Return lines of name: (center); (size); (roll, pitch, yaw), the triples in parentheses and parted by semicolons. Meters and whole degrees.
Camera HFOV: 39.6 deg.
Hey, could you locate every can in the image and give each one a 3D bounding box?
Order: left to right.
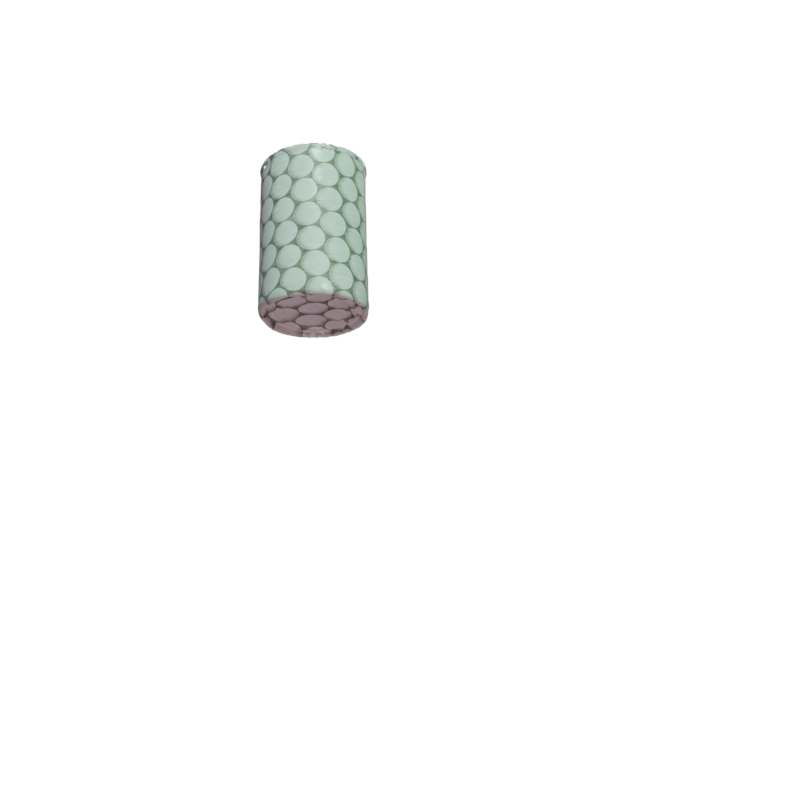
can: (-0.054, -0.098, 0.684); (0.068, 0.108, 0.065); (0, -26, -2)
